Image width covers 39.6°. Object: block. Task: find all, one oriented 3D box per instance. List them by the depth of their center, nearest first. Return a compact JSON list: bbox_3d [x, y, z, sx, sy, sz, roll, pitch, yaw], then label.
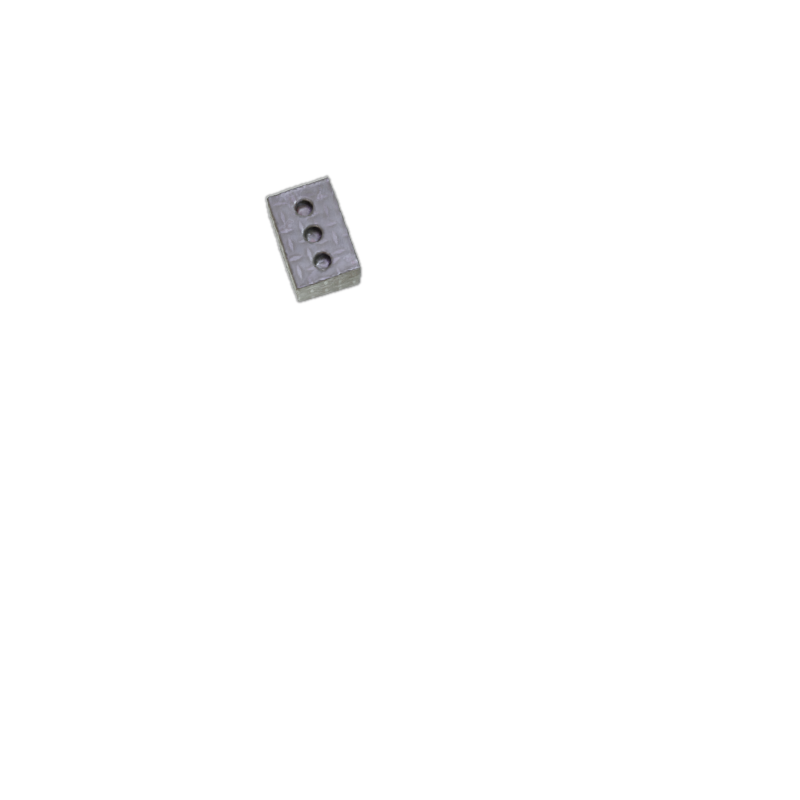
[{"bbox_3d":[-0.067,-0.122,0.856,0.052,0.081,0.050,-19,-11,-6],"label":"block"}]
